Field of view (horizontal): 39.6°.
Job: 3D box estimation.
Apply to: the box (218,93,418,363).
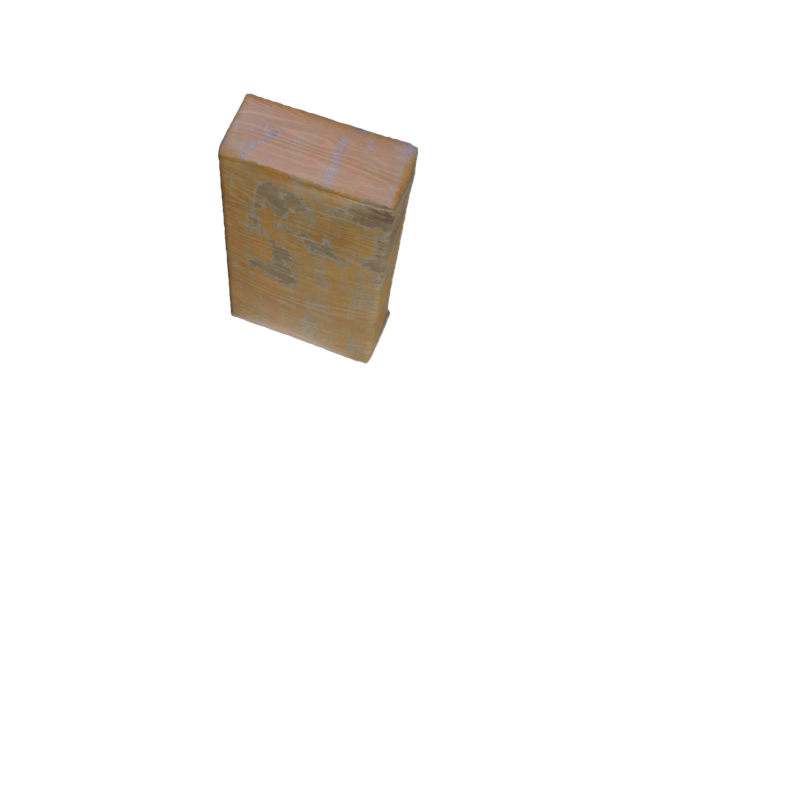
[{"bbox_3d":[-0.048,-0.086,0.604,0.095,0.050,0.167,20,-22,5],"label":"box"}]
